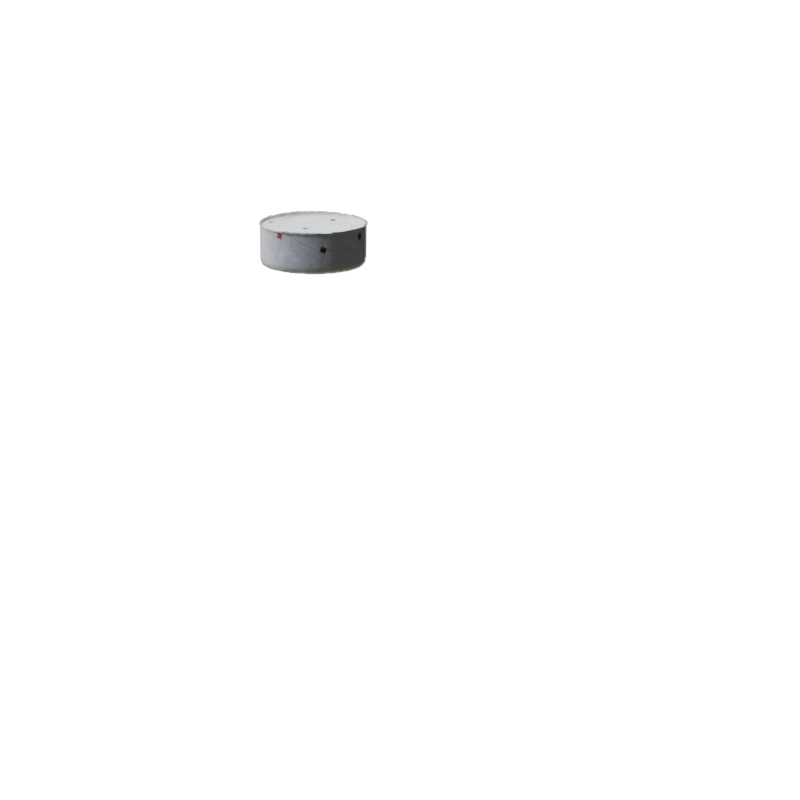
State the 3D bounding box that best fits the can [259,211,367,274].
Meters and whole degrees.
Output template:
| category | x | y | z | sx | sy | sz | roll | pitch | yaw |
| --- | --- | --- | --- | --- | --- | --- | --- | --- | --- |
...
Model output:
| category | x | y | z | sx | sy | sz | roll | pitch | yaw |
| --- | --- | --- | --- | --- | --- | --- | --- | --- | --- |
| can | -0.069 | -0.126 | 0.880 | 0.086 | 0.032 | 0.089 | -1 | 19 | -2 |
